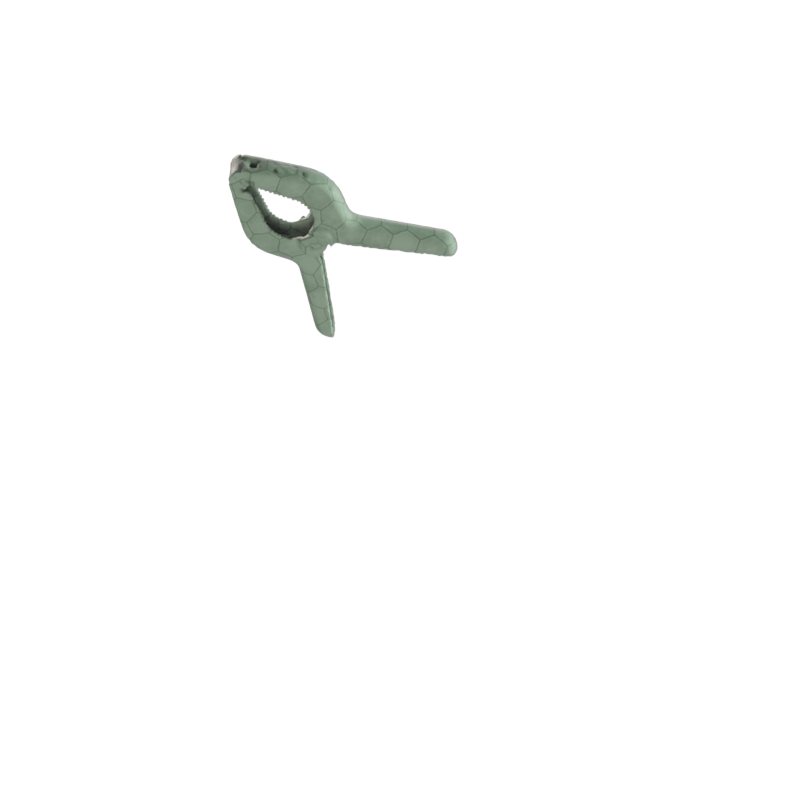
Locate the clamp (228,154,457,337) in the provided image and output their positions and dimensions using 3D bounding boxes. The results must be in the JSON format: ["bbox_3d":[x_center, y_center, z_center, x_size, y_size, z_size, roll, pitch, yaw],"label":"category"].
[{"bbox_3d":[-0.077,-0.141,0.988,0.199,0.039,0.162,31,-54,-26],"label":"clamp"}]
